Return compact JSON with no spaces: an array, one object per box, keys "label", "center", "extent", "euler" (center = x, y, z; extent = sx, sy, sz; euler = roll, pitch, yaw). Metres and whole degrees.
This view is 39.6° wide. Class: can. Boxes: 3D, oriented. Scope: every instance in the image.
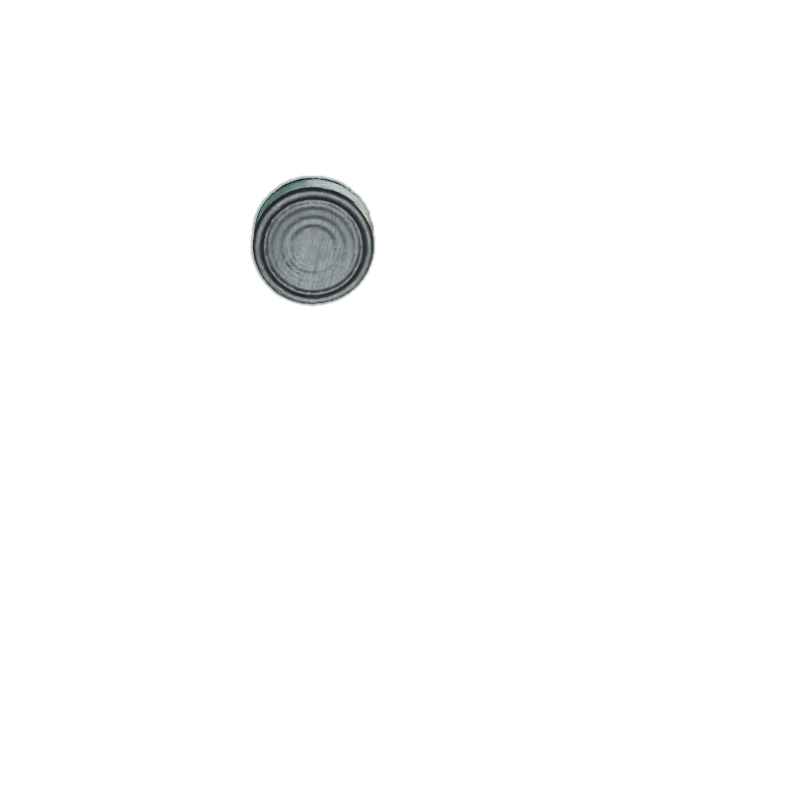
[{"label":"can","center":[-0.061,-0.110,0.774],"extent":[0.086,0.083,0.035],"euler":[0,18,-1]}]
